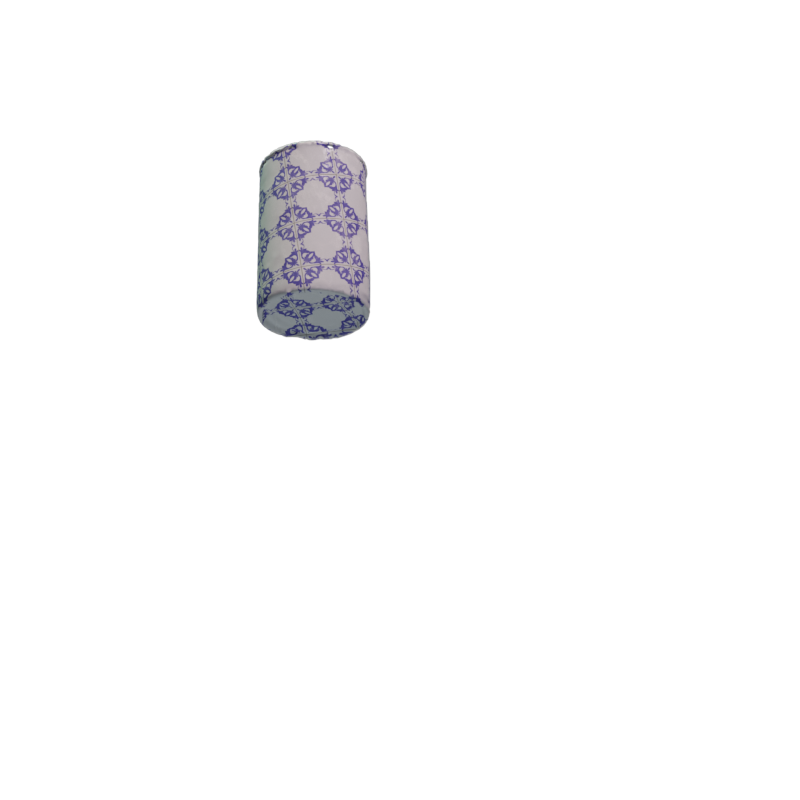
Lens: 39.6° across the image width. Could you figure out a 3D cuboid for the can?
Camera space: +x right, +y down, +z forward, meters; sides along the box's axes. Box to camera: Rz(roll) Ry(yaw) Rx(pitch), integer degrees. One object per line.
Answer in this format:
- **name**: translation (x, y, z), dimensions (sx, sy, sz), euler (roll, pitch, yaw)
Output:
- **can**: translation (-0.052, -0.095, 0.668), dimensions (0.068, 0.109, 0.065), euler (0, -27, -2)
